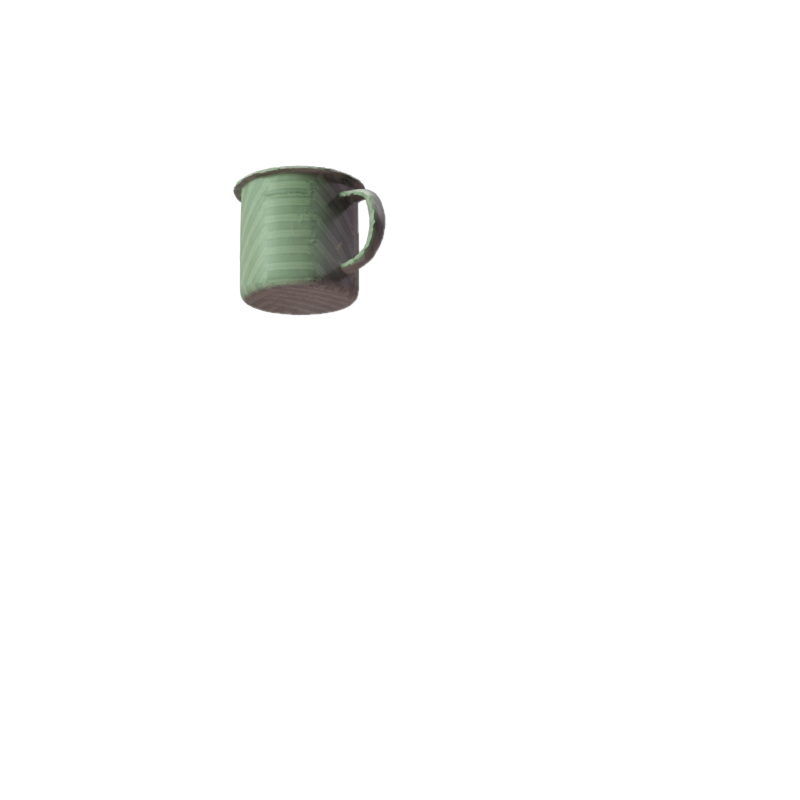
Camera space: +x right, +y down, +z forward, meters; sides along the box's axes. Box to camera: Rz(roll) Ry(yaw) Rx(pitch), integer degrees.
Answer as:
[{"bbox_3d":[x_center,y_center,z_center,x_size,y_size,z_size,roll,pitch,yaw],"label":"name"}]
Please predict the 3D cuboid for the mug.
[{"bbox_3d":[-0.059,-0.108,0.758,0.120,0.085,0.088,-10,-17,34],"label":"mug"}]
